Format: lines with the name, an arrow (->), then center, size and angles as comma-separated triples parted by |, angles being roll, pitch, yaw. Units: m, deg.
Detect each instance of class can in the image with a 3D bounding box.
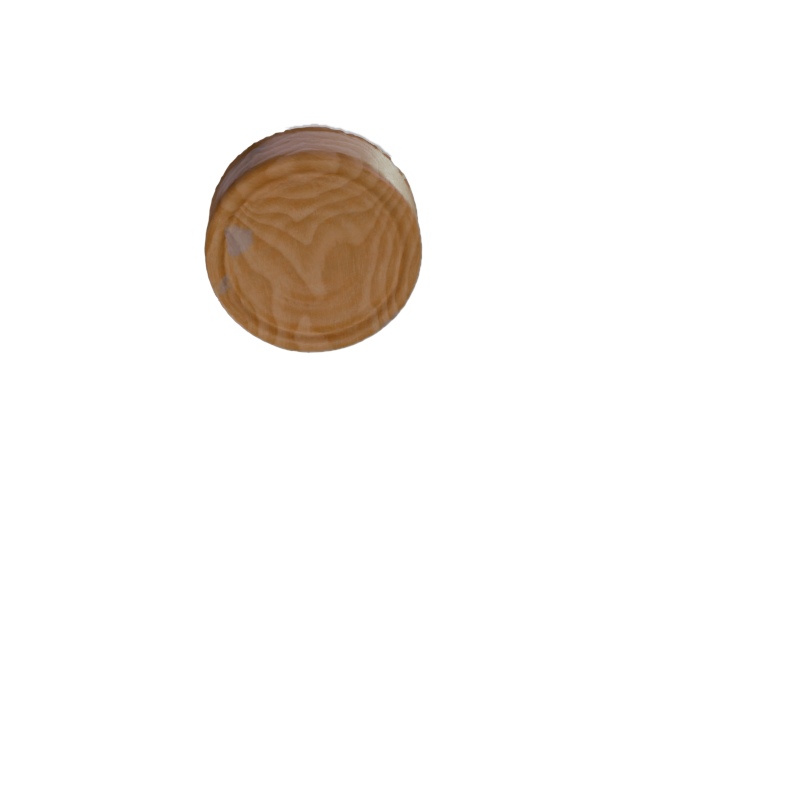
can -> -0.034, -0.063, 0.439 | 0.086, 0.081, 0.035 | 1, 25, -1
